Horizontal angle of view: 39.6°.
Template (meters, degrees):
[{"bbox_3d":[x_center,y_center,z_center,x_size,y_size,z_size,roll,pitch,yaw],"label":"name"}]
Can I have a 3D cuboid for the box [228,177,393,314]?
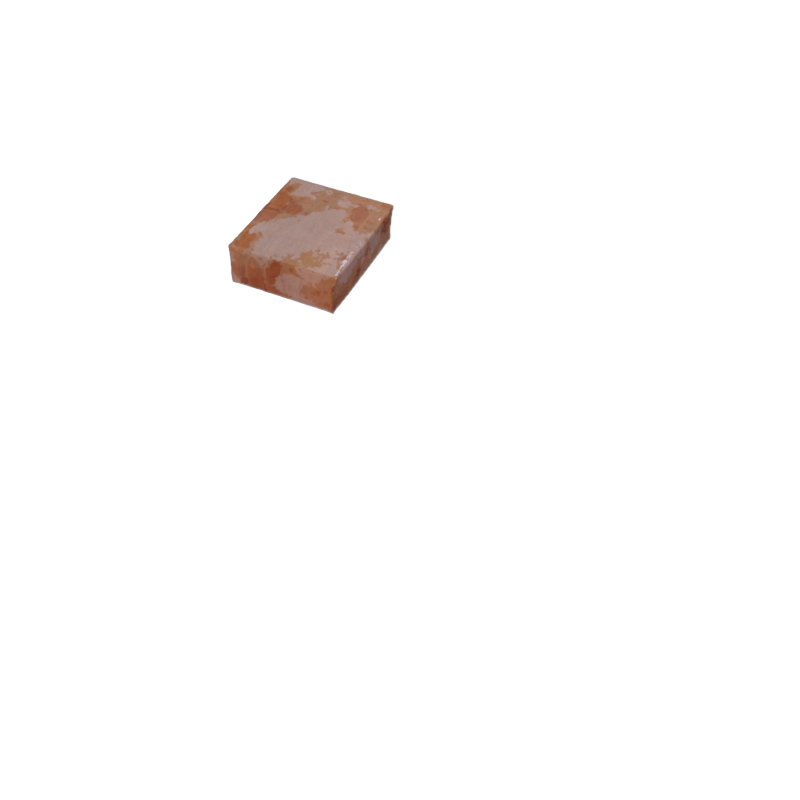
[{"bbox_3d":[-0.067,-0.122,0.854,0.093,0.036,0.118,16,44,17],"label":"box"}]
